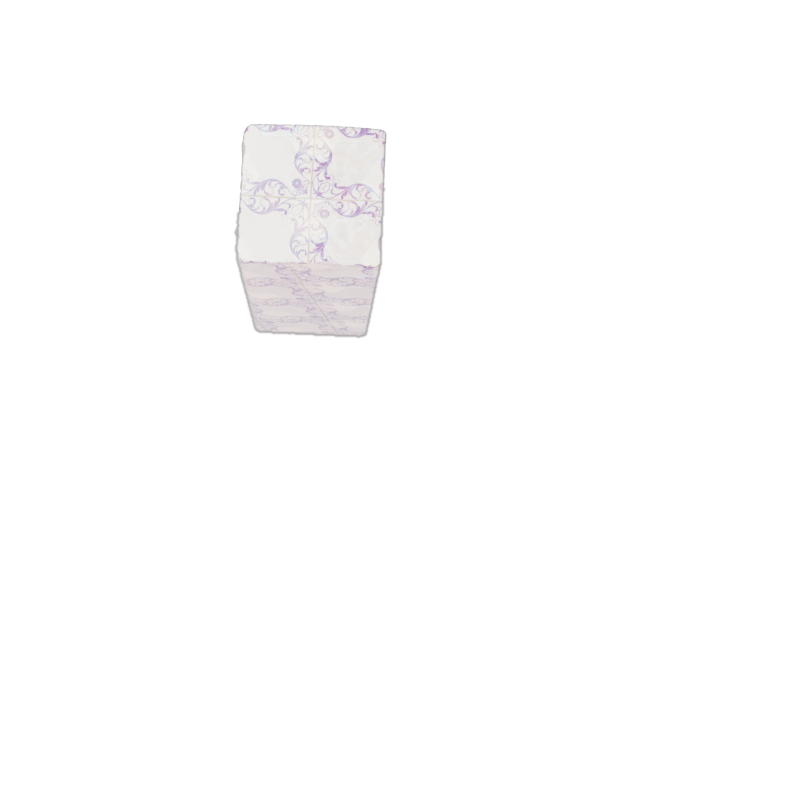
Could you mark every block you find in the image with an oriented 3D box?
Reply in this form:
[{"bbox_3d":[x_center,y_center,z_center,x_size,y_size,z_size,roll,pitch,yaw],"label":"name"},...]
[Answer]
[{"bbox_3d":[-0.061,-0.110,0.771,0.090,0.094,0.200,2,-10,-3],"label":"block"}]
